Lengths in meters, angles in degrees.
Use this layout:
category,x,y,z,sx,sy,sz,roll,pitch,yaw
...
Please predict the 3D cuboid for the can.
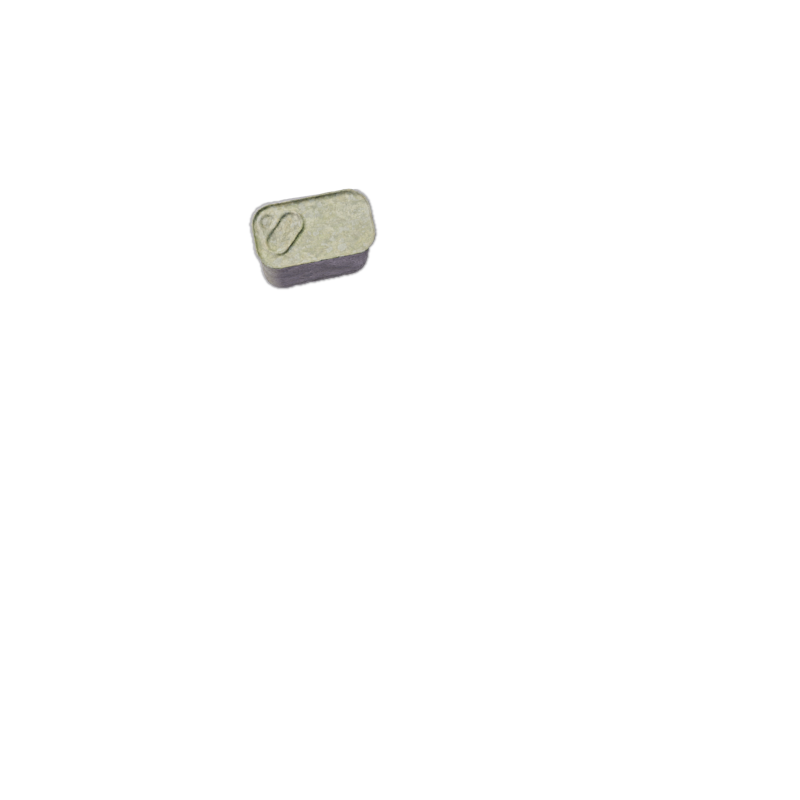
category,x,y,z,sx,sy,sz,roll,pitch,yaw
can,-0.075,-0.137,0.958,0.101,0.059,0.081,-12,-10,-4
